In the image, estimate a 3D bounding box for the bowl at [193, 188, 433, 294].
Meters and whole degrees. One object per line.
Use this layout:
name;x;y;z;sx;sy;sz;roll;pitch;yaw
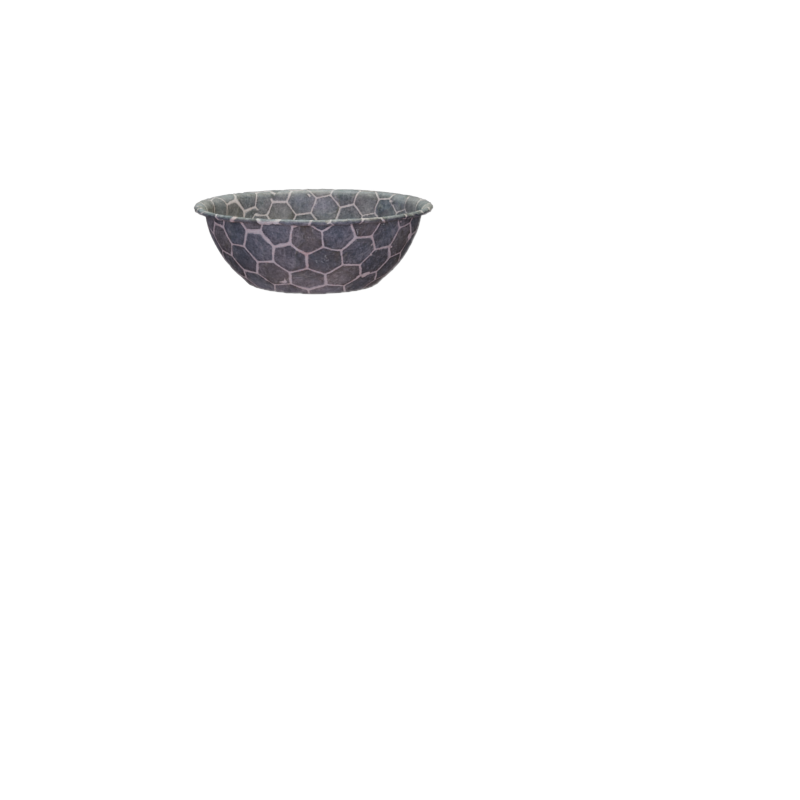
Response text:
bowl;-0.059;-0.108;0.756;0.162;0.053;0.167;-1;16;-2
